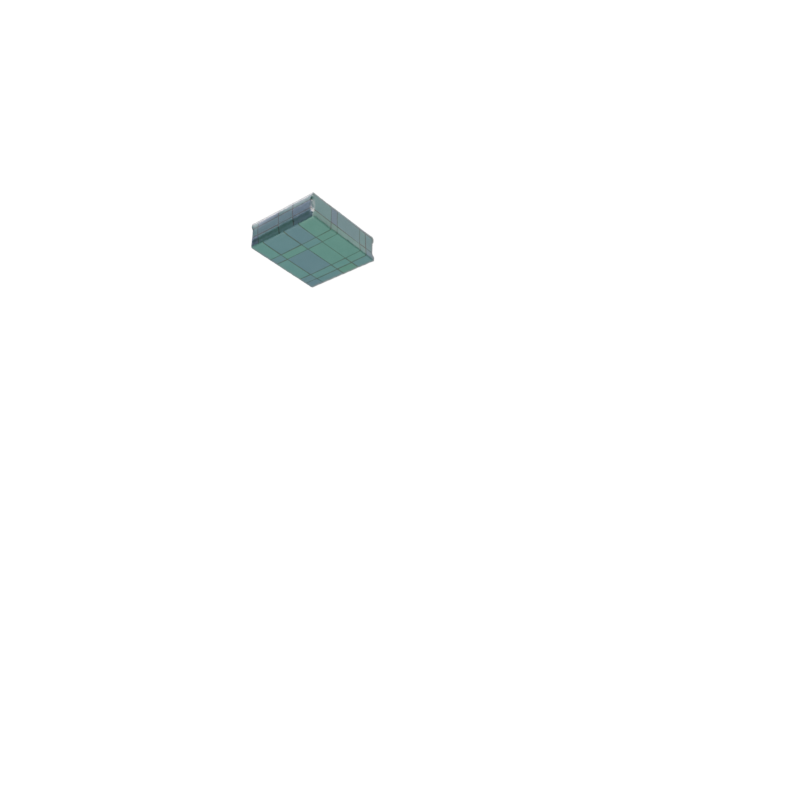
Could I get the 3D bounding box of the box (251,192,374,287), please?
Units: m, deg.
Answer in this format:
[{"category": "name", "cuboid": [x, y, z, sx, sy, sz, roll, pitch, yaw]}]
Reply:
[{"category": "box", "cuboid": [-0.078, -0.142, 0.996, 0.073, 0.032, 0.083, -22, -37, 32]}]
